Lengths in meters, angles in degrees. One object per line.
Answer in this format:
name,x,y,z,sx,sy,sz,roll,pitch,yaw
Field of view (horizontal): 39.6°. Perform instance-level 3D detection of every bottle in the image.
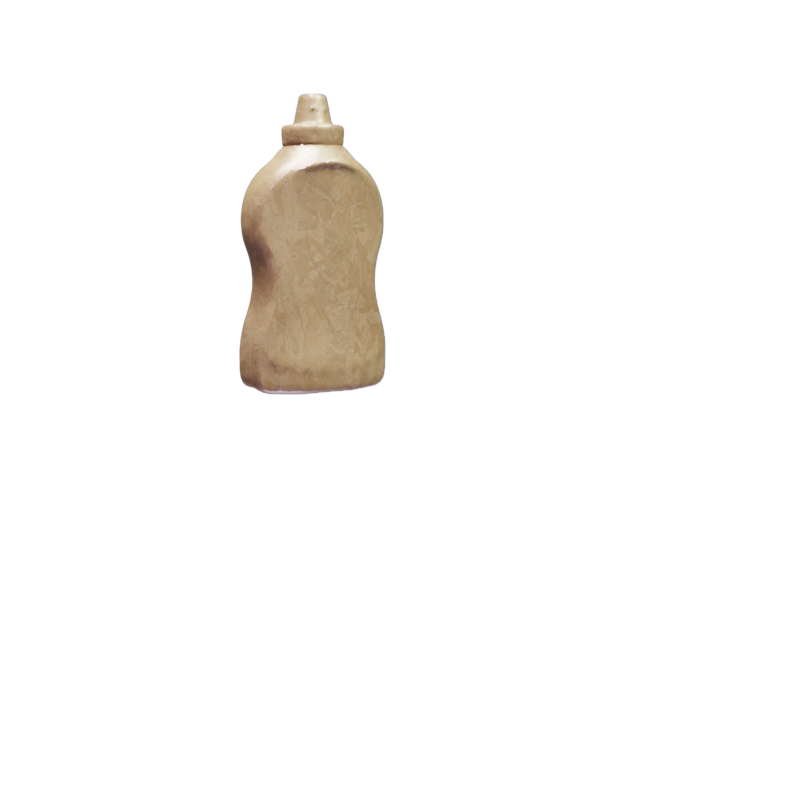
bottle,-0.057,-0.104,0.725,0.093,0.190,0.060,-2,4,-26
